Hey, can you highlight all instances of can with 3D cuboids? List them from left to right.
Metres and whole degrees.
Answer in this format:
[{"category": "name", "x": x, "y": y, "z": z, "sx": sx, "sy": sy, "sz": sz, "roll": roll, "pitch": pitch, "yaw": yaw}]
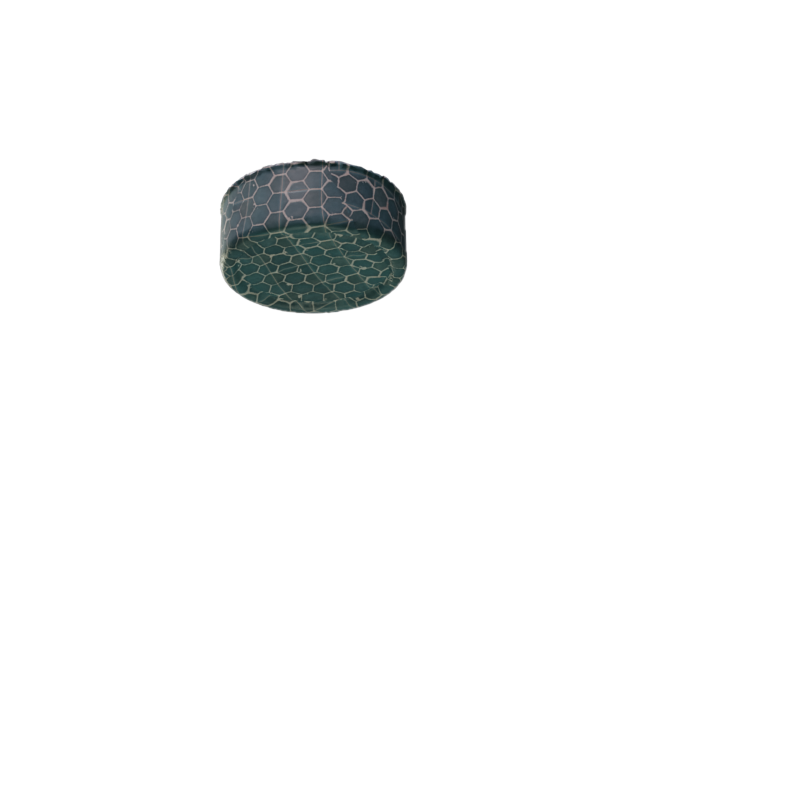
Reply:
[{"category": "can", "x": -0.039, "y": -0.072, "z": 0.504, "sx": 0.086, "sy": 0.036, "sz": 0.081, "roll": 1, "pitch": -24, "yaw": -2}]
